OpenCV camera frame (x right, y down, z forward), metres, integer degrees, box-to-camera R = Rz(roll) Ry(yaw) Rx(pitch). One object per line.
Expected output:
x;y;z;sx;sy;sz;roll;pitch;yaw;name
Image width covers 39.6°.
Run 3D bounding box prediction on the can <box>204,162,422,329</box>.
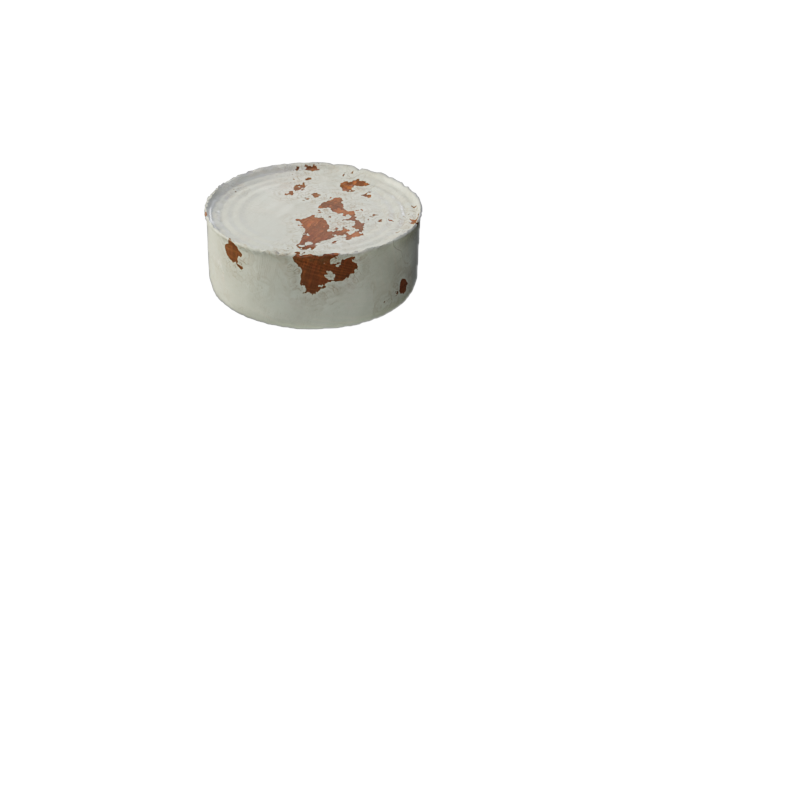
-0.035;-0.063;0.443;0.086;0.032;0.091;-1;33;-2;can
